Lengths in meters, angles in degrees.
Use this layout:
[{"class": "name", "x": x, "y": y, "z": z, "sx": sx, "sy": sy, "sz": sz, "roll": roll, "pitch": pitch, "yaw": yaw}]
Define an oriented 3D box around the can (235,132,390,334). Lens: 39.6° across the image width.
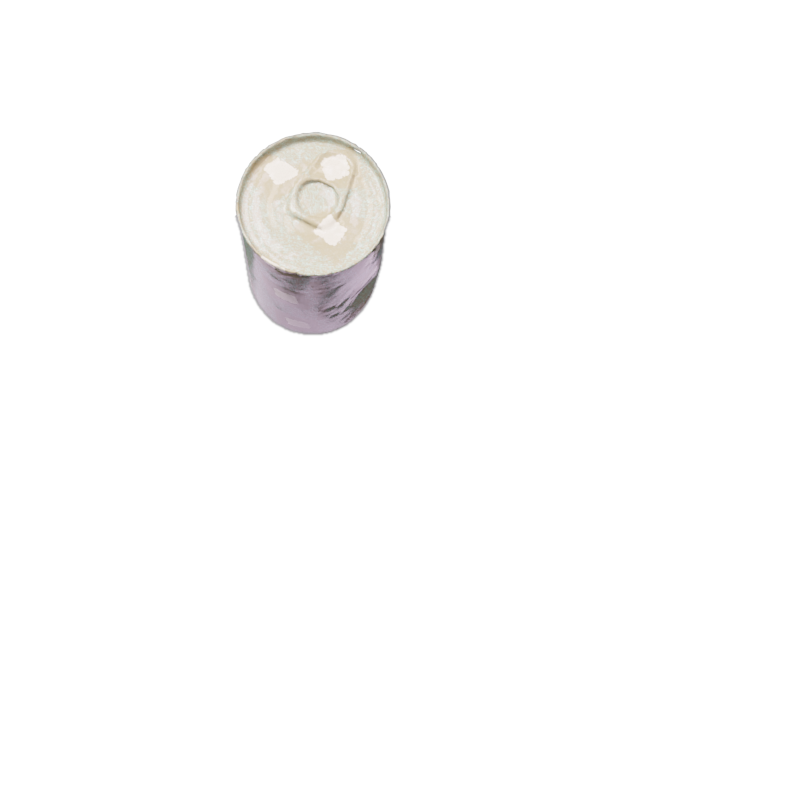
[{"class": "can", "x": -0.042, "y": -0.076, "z": 0.532, "sx": 0.068, "sy": 0.071, "sz": 0.098, "roll": 0, "pitch": -15, "yaw": -3}]
